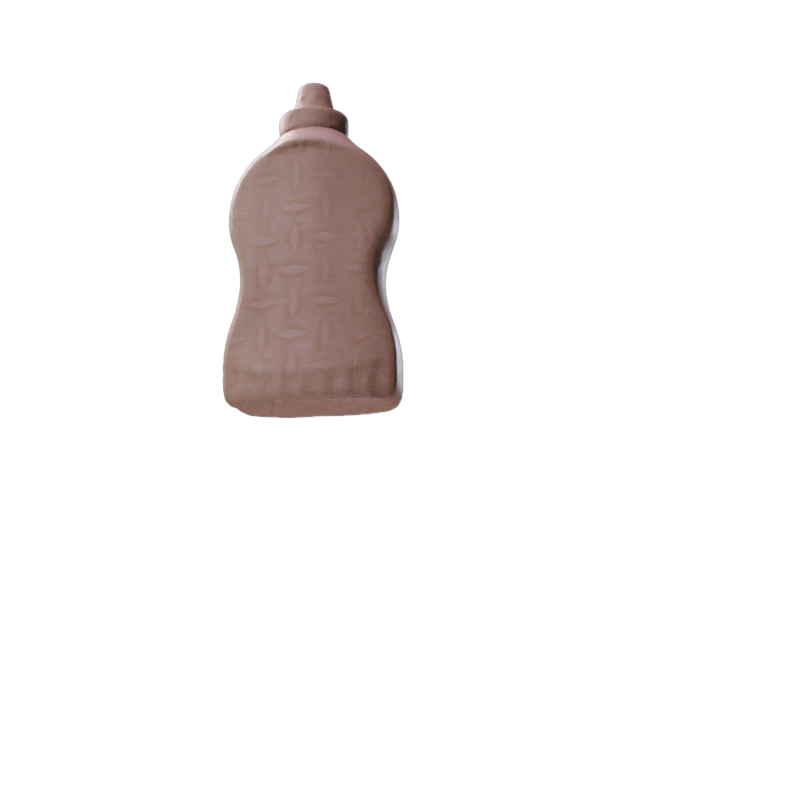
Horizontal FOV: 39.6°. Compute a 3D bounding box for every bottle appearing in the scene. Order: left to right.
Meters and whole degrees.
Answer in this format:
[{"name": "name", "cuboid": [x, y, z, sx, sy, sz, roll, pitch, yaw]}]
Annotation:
[{"name": "bottle", "cuboid": [-0.049, -0.089, 0.626, 0.097, 0.200, 0.055, -5, -17, 13]}]
